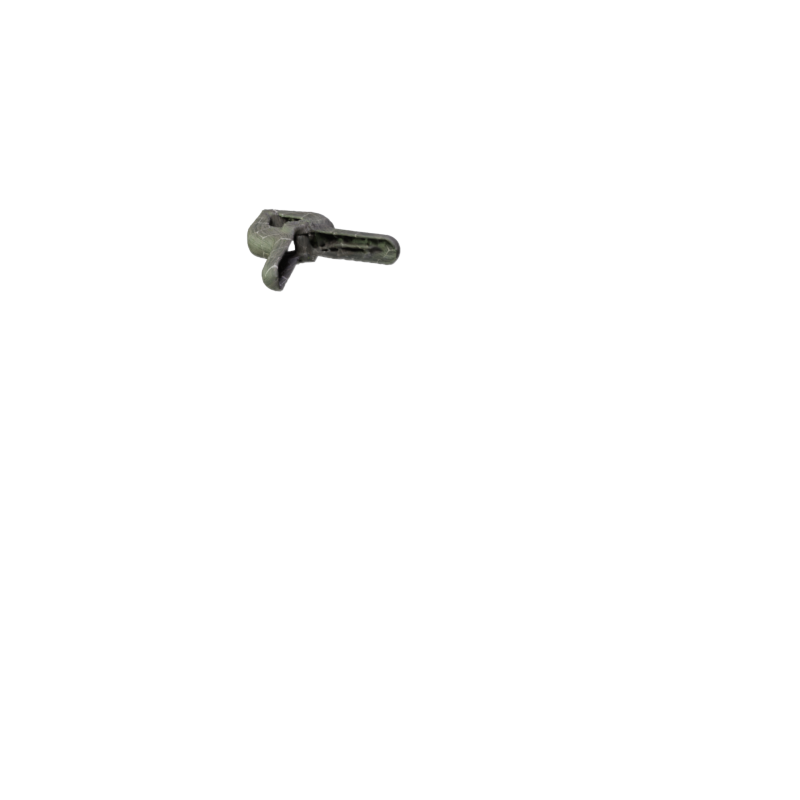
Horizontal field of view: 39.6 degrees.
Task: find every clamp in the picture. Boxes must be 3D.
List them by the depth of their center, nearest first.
[{"bbox_3d":[-0.076,-0.138,0.970,0.118,0.037,0.183,-7,26,-15],"label":"clamp"}]
